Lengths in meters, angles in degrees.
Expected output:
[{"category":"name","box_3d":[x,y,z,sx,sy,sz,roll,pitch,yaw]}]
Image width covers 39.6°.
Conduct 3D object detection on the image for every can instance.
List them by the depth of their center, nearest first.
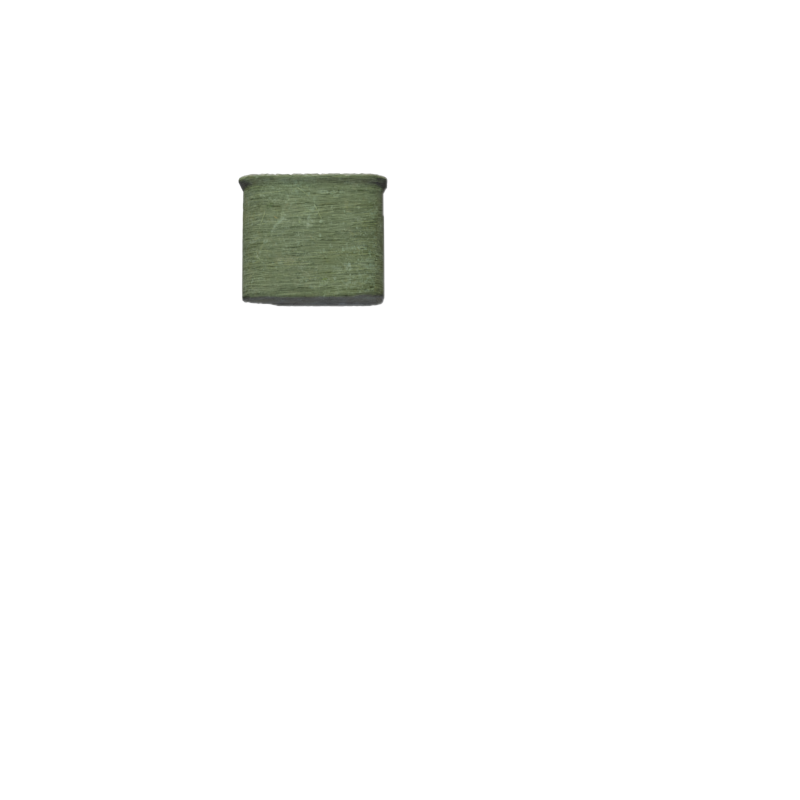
[{"category":"can","box_3d":[-0.059,-0.108,0.758,0.102,0.086,0.056,0,-7,1]}]
